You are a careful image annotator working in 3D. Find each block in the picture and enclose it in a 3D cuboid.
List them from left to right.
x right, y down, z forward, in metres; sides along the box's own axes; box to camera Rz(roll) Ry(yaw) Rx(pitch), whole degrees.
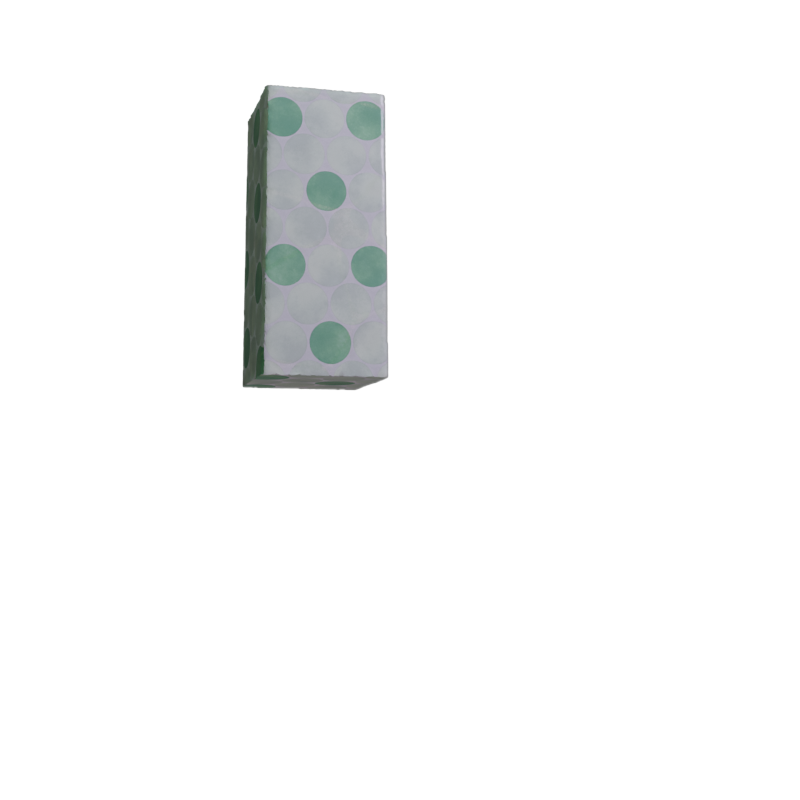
[{"bbox_3d":[-0.063,-0.116,0.812,0.089,0.213,0.089,2,-12,-15],"label":"block"}]
